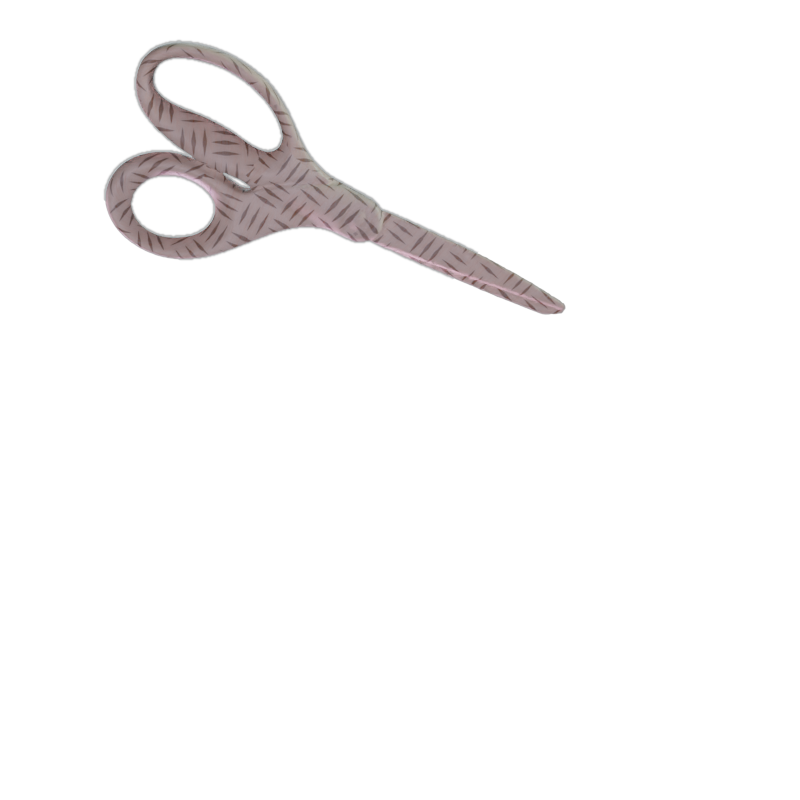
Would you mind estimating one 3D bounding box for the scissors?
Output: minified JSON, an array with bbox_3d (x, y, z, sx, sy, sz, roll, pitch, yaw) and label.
[{"bbox_3d":[-0.036,-0.066,0.462,0.197,0.095,0.016,39,12,-10],"label":"scissors"}]
